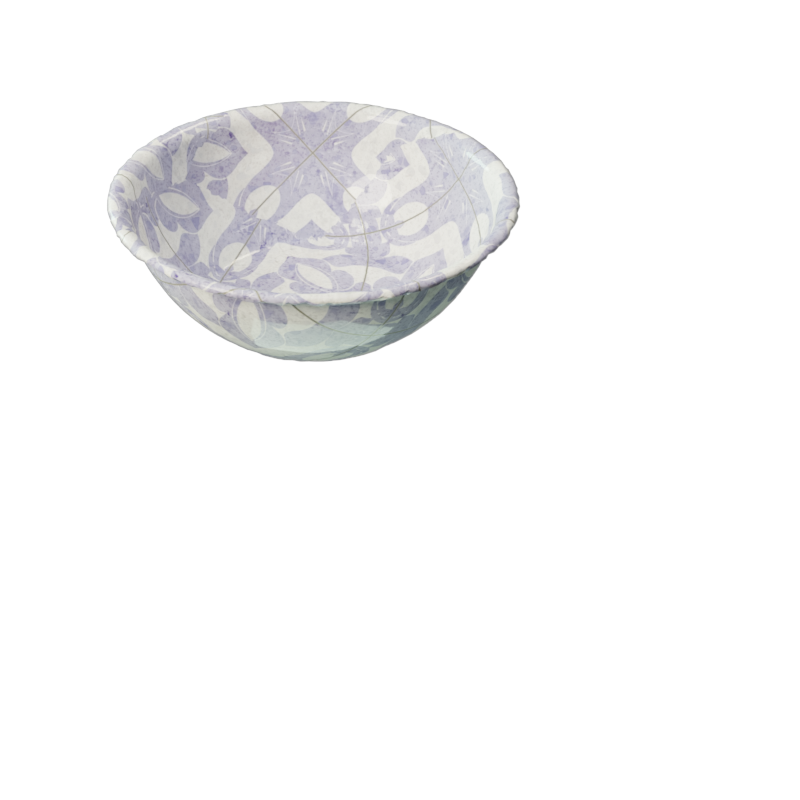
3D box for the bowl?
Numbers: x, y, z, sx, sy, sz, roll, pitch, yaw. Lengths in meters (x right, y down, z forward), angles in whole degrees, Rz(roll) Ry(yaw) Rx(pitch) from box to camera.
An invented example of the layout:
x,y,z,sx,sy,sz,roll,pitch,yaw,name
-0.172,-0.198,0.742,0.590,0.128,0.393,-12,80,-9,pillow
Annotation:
x,y,z,sx,sy,sz,roll,pitch,yaw,name
-0.035,-0.065,0.452,0.162,0.051,0.173,-1,36,-2,bowl
